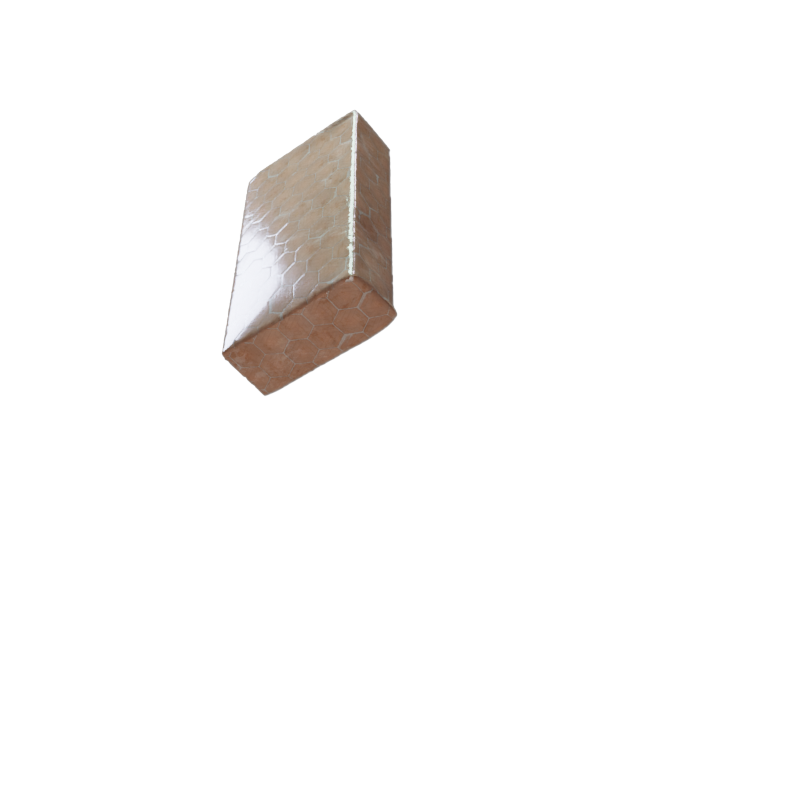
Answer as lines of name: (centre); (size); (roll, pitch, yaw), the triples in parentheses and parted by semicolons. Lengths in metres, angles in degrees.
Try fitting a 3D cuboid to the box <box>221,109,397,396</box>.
box: (-0.052, -0.094, 0.656); (0.093, 0.189, 0.045); (-30, -53, 21)
